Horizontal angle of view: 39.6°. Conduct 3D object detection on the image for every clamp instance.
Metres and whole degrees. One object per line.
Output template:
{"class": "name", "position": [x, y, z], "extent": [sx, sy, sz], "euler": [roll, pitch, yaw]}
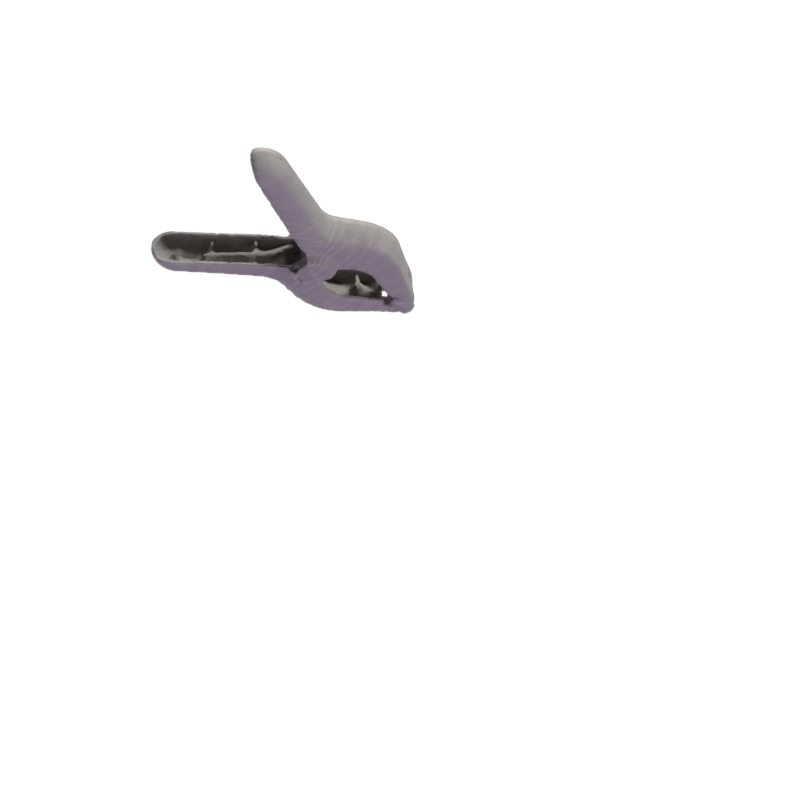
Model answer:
{"class": "clamp", "position": [-0.053, -0.097, 0.680], "extent": [0.164, 0.041, 0.119], "euler": [13, -26, -28]}
